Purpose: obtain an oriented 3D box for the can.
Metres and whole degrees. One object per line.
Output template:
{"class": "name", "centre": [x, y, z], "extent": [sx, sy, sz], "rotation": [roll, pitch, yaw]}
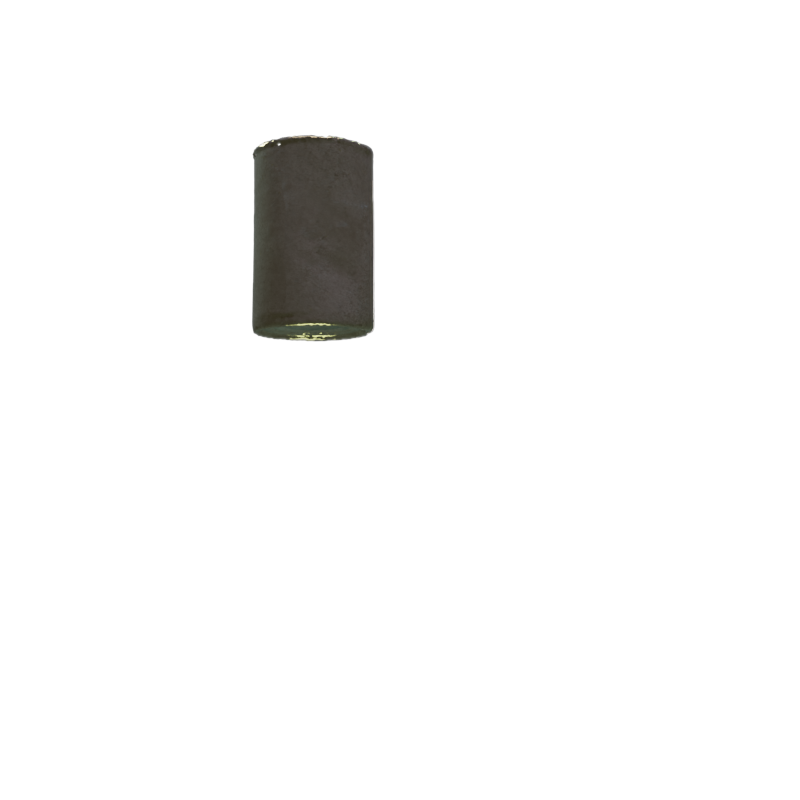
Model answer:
{"class": "can", "centre": [-0.048, -0.087, 0.611], "extent": [0.068, 0.105, 0.067], "rotation": [0, -10, -2]}
